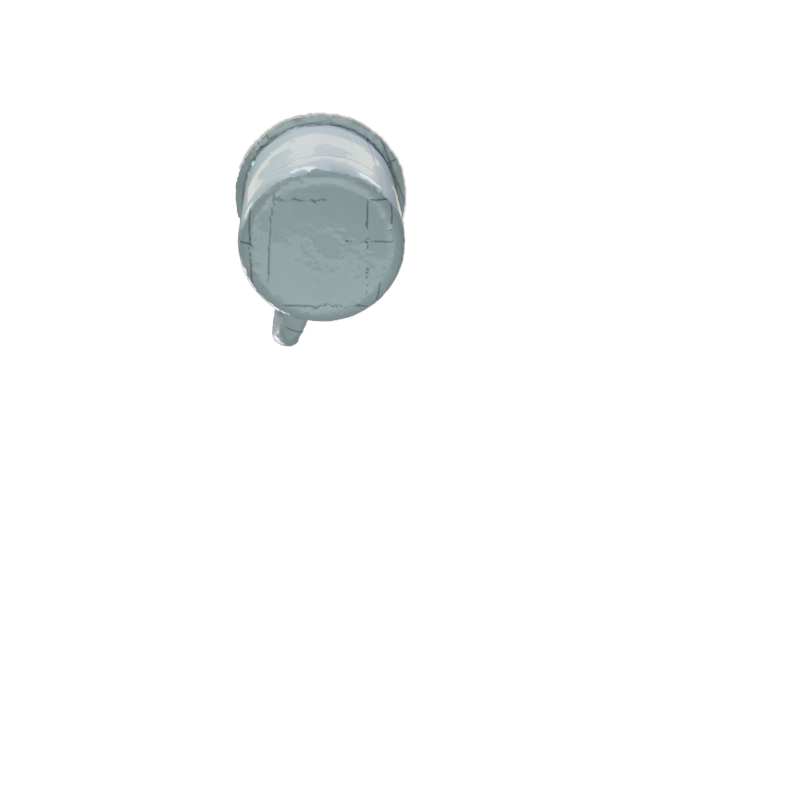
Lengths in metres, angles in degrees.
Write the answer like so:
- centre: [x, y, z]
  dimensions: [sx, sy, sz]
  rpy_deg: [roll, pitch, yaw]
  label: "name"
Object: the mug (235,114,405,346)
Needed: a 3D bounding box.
- centre: [-0.045, -0.082, 0.572]
  dimensions: [0.092, 0.113, 0.086]
  rpy_deg: [18, 22, -10]
  label: "mug"
